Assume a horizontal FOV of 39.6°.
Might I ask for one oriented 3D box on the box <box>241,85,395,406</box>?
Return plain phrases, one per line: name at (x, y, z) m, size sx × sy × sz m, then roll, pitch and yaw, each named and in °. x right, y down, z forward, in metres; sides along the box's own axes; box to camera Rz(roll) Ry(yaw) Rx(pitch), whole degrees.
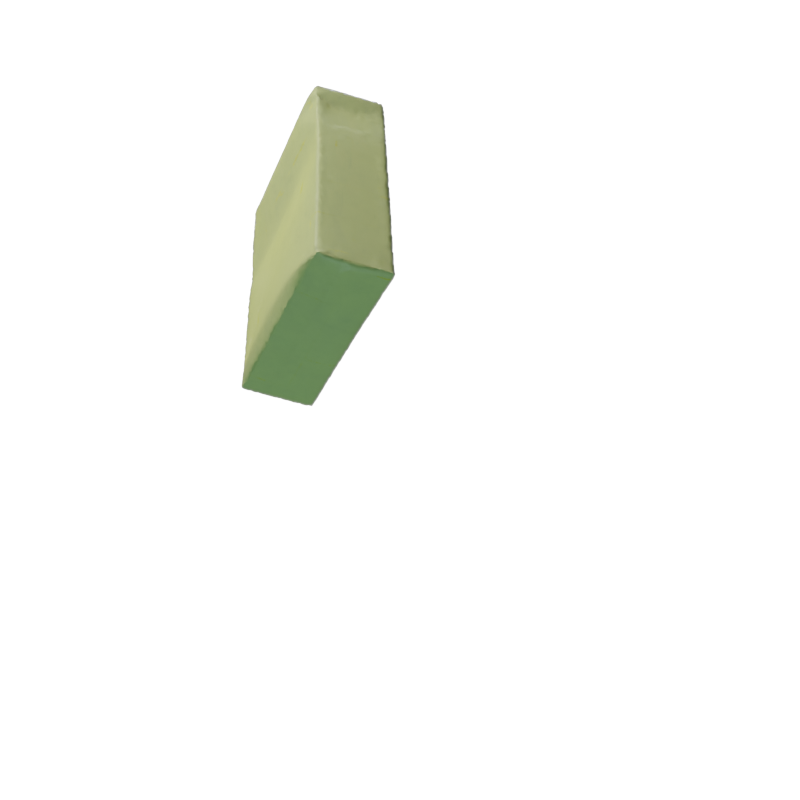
box at (-0.072, -0.131, 0.920) m, size 0.069 × 0.230 × 0.158 m, roll 16°, pitch -46°, yaw -20°
